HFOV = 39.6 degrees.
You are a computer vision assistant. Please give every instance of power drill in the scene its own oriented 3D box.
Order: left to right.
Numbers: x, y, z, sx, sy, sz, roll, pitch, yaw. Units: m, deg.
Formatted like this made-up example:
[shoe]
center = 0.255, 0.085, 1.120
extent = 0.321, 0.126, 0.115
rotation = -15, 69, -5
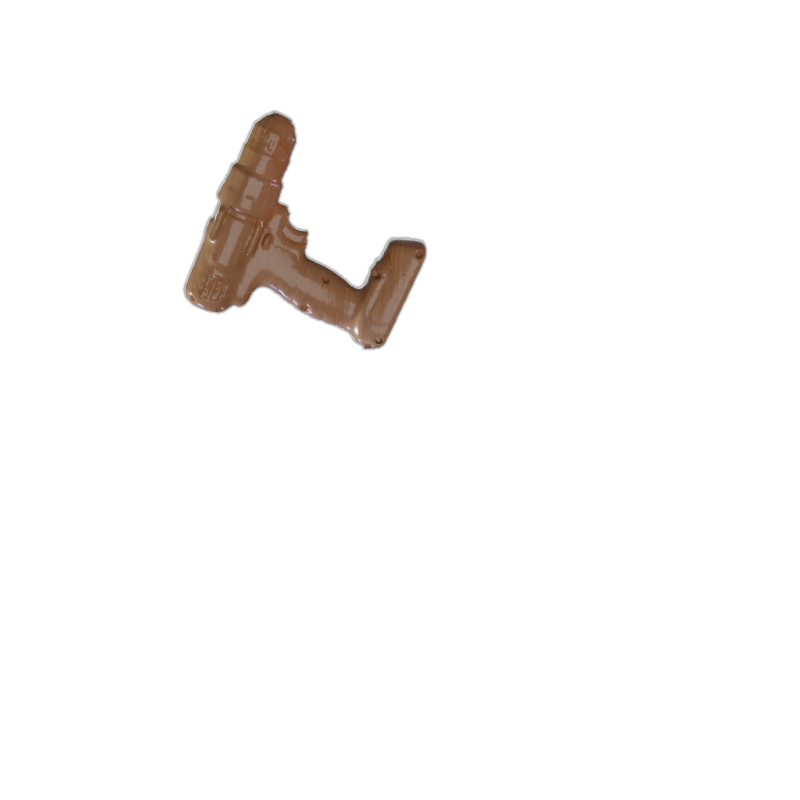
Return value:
[power drill]
center = -0.076, -0.139, 0.975
extent = 0.185, 0.181, 0.059
rotation = 23, 12, -5
